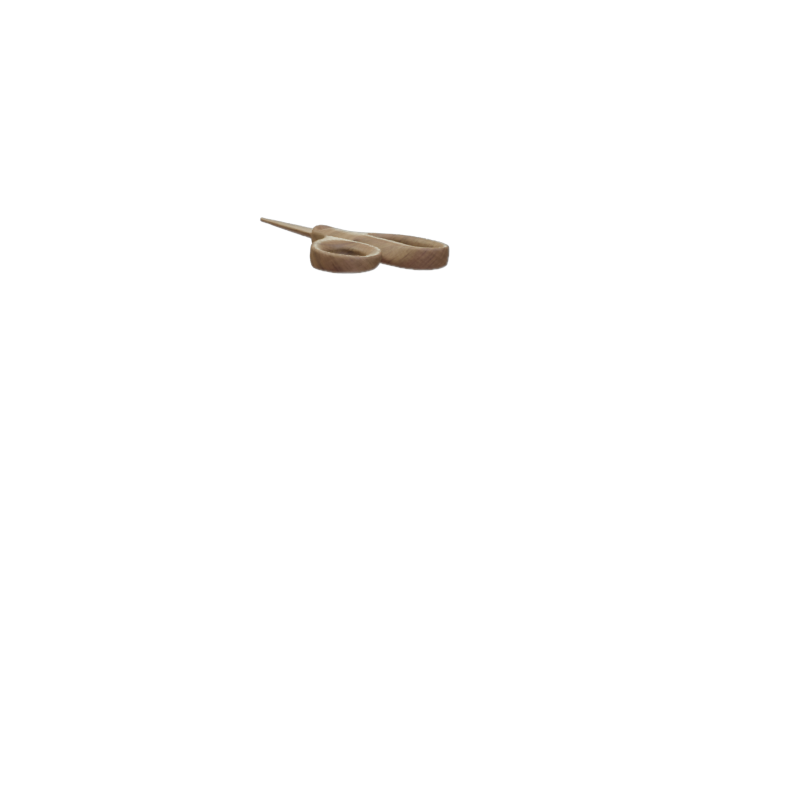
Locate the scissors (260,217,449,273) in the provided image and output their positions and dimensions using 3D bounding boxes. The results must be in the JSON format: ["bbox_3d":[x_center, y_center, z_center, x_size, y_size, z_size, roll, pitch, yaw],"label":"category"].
[{"bbox_3d":[-0.059,-0.107,0.752,0.213,0.015,0.094,15,23,41],"label":"scissors"}]
